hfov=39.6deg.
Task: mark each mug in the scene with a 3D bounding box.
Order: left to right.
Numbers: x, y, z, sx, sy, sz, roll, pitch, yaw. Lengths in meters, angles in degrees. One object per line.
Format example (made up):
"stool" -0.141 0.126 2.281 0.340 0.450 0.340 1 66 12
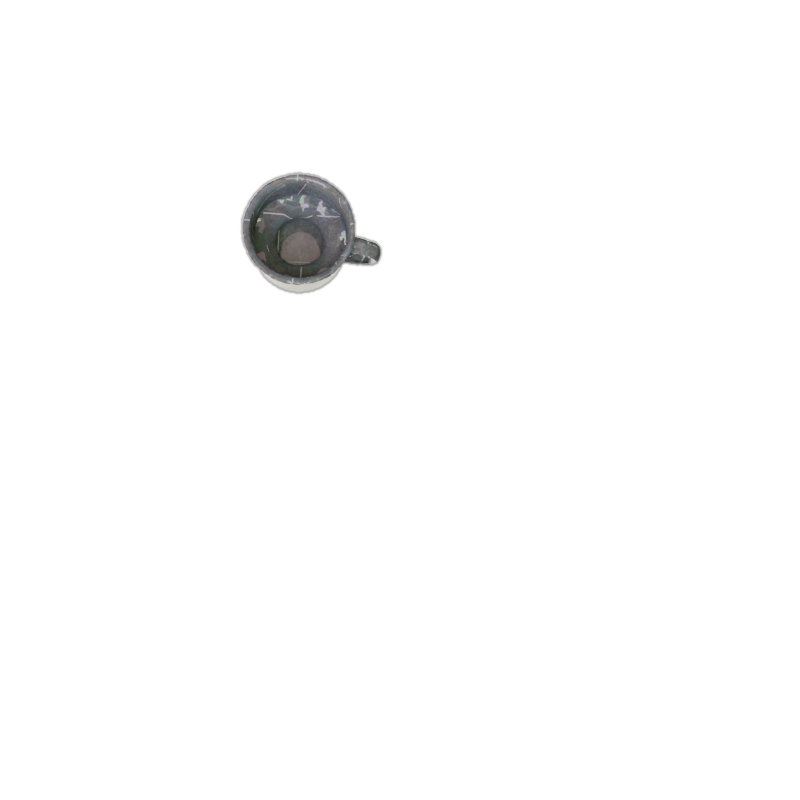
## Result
"mug" -0.074 -0.134 0.942 0.117 0.095 0.080 10 -9 0
